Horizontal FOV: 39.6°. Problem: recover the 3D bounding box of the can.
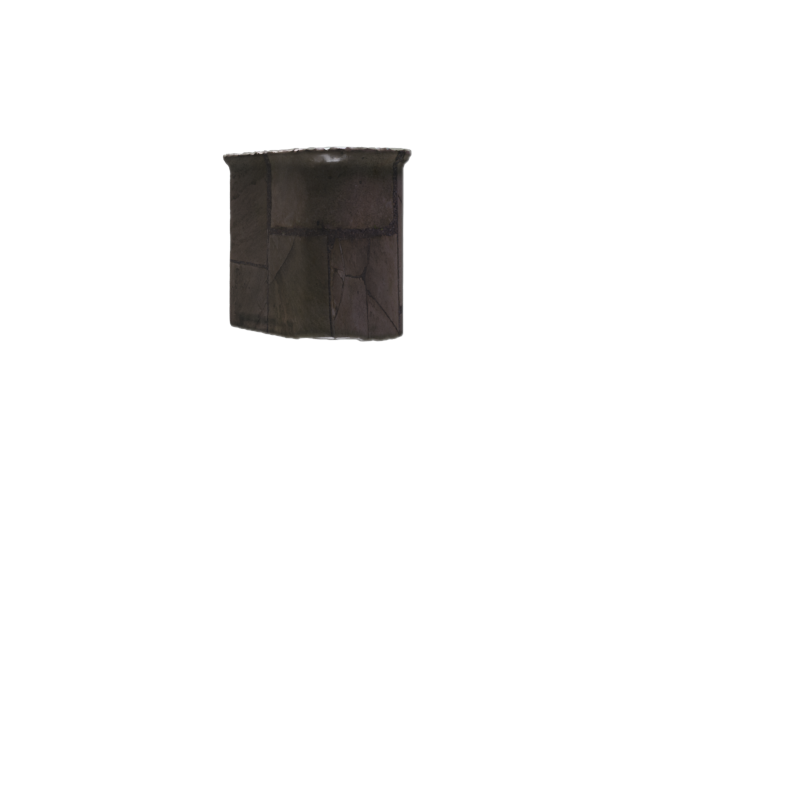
[{"bbox_3d":[-0.040,-0.074,0.516,0.056,0.083,0.106,-3,8,-34],"label":"can"}]
